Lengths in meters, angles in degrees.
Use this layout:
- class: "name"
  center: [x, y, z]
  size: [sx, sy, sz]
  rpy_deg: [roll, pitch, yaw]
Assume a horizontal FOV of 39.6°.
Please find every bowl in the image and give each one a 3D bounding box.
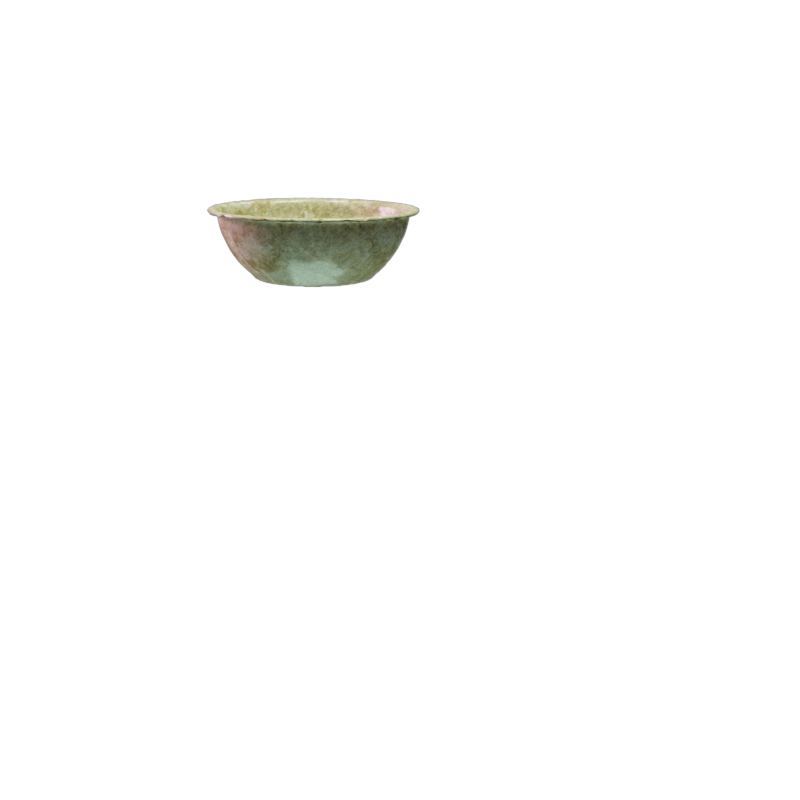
- class: "bowl"
  center: [-0.066, -0.121, 0.848]
  size: [0.162, 0.054, 0.167]
  rpy_deg: [0, 15, -2]
